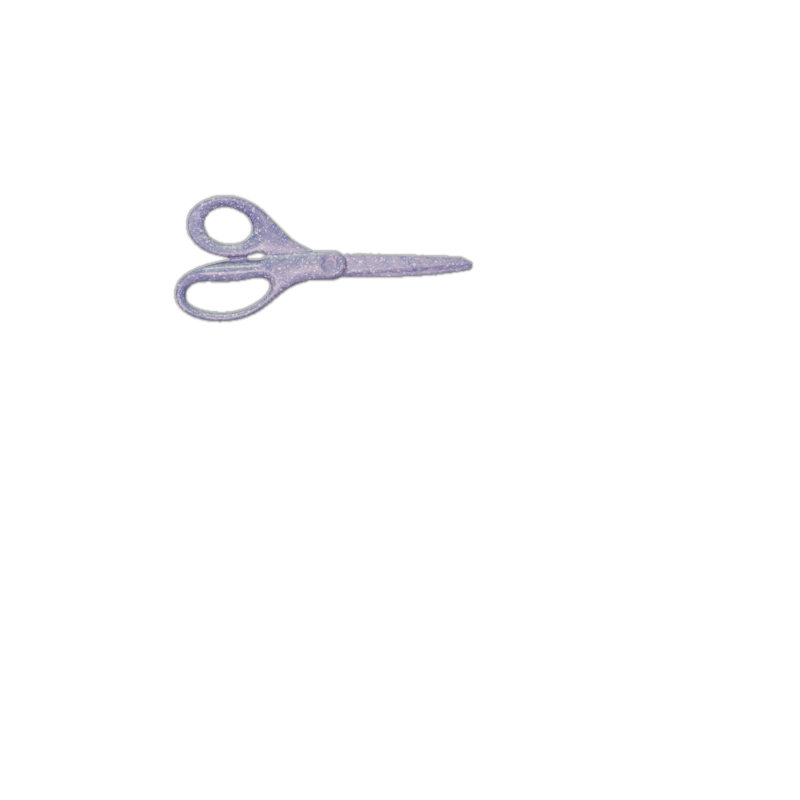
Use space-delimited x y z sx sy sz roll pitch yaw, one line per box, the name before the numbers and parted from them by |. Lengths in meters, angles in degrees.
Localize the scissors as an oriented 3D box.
scissors | -0.060 -0.109 0.765 0.201 0.099 0.015 -16 -12 -3
